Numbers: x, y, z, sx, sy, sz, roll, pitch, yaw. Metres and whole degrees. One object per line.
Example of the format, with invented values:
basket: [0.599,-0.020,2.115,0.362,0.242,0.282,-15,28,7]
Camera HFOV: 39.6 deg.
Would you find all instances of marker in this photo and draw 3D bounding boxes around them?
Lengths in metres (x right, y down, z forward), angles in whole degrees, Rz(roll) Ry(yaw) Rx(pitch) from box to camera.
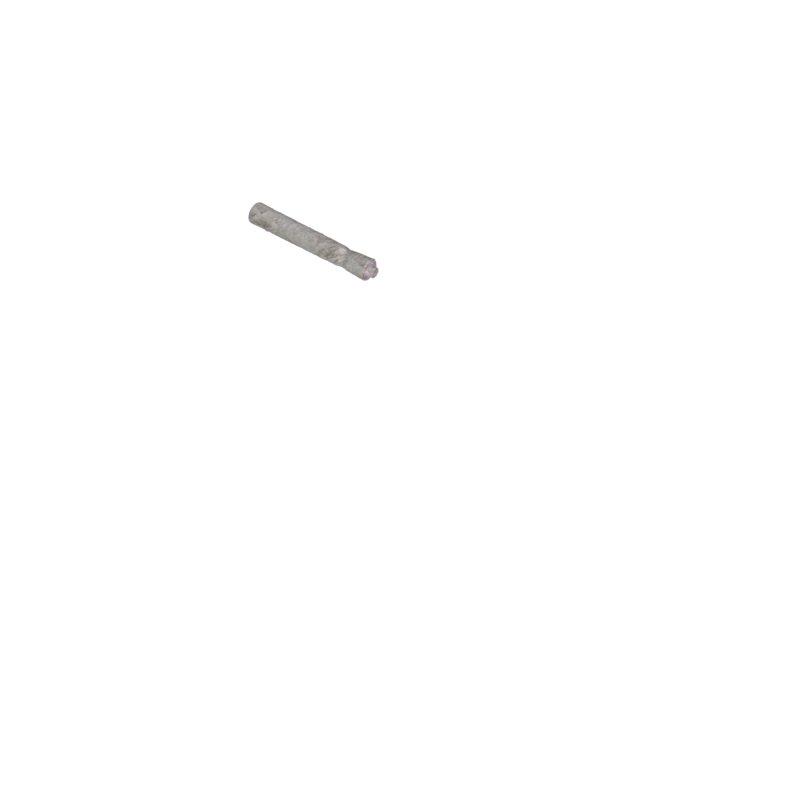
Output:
marker: [-0.069,-0.125,0.878,0.128,0.019,0.019,30,17,26]
